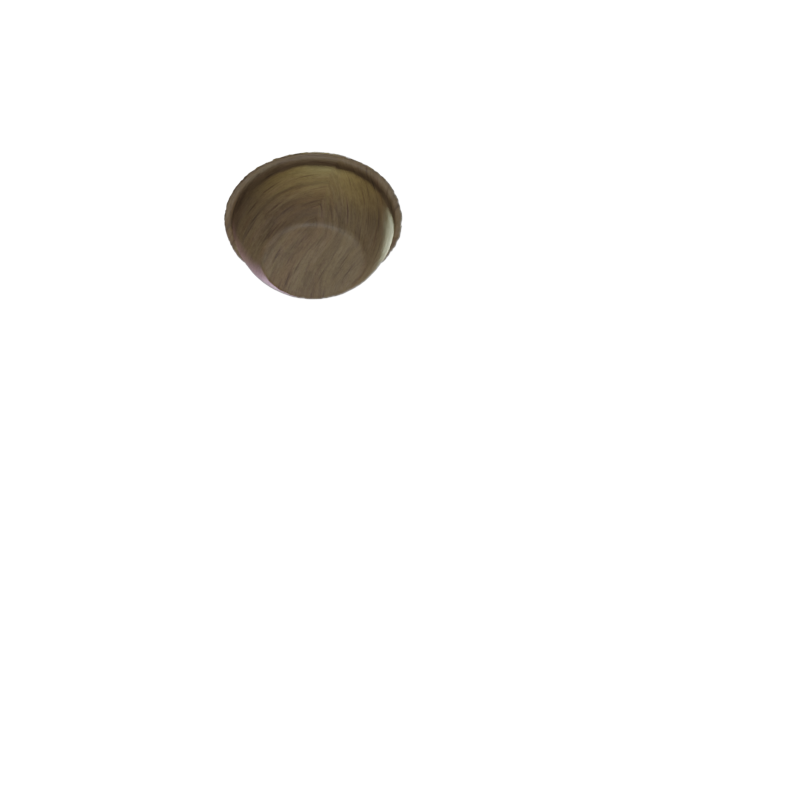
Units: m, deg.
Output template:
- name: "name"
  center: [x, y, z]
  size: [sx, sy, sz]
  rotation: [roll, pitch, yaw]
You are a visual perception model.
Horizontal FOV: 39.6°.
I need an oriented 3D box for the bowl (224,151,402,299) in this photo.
- name: "bowl"
  center: [-0.077, -0.141, 0.986]
  size: [0.162, 0.059, 0.151]
  rotation: [1, -44, -1]
